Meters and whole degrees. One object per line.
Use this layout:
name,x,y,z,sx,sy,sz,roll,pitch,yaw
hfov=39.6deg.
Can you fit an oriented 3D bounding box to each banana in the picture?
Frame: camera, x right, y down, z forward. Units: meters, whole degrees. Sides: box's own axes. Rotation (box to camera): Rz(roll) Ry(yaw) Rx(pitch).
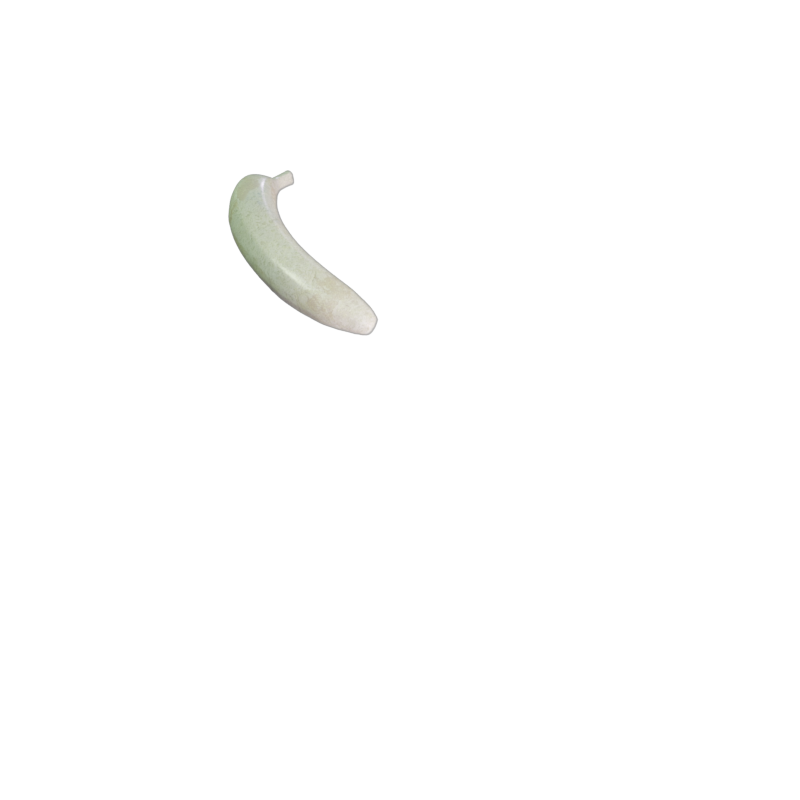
banana,-0.081,-0.112,0.795,0.069,0.034,0.214,-14,45,-15
